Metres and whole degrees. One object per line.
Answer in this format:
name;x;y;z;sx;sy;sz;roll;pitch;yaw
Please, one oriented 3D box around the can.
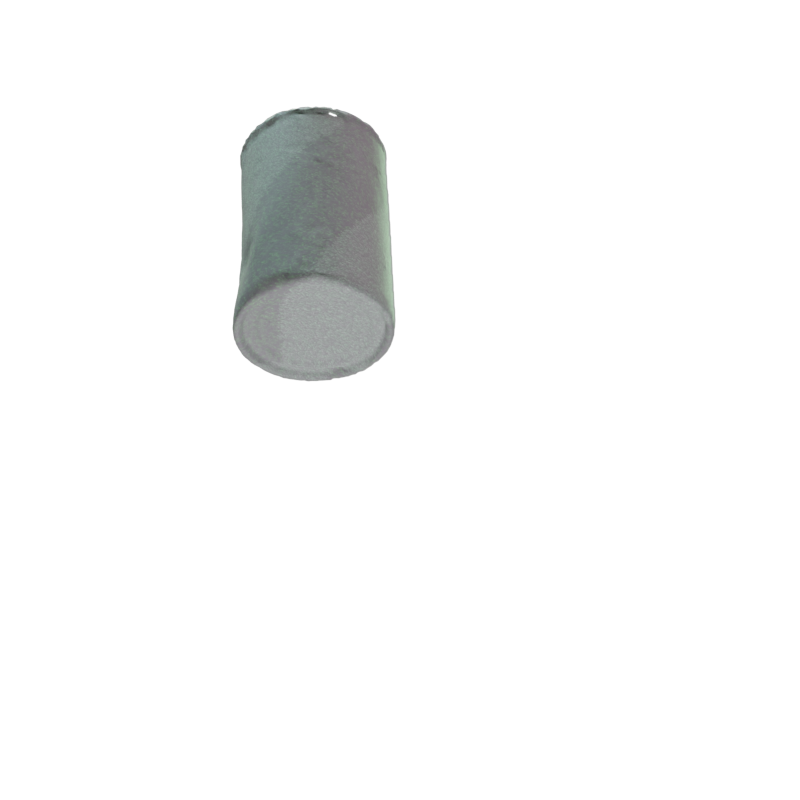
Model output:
can;-0.038;-0.069;0.480;0.068;0.110;0.064;-1;-39;-3
